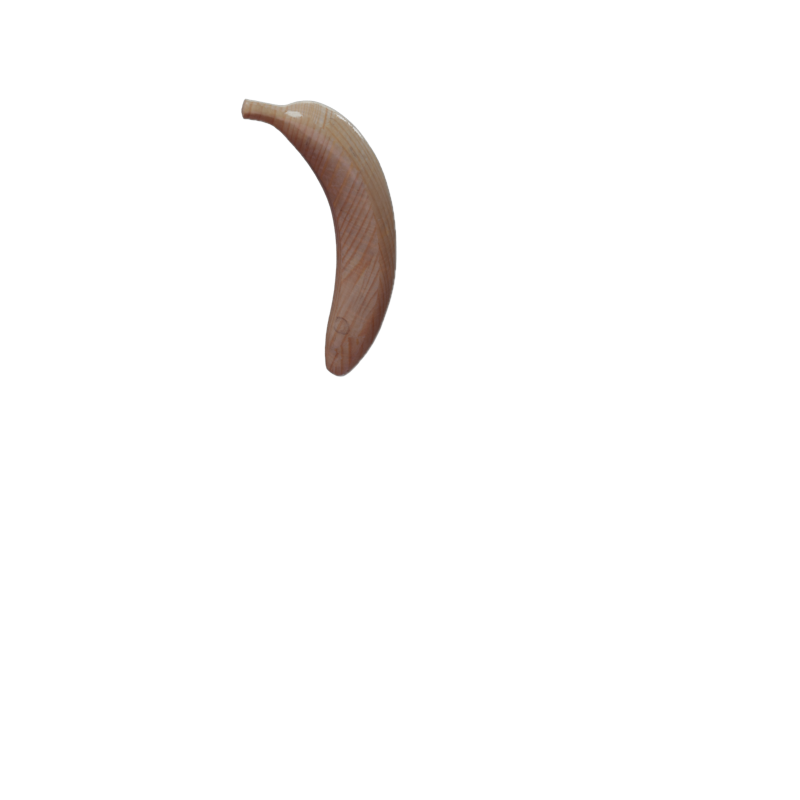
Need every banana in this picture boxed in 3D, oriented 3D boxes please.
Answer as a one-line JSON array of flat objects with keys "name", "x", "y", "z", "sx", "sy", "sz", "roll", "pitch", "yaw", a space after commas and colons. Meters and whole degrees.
[{"name": "banana", "x": -0.036, "y": -0.105, "z": 0.678, "sx": 0.070, "sy": 0.186, "sz": 0.039, "roll": -14, "pitch": 27, "yaw": 6}]
